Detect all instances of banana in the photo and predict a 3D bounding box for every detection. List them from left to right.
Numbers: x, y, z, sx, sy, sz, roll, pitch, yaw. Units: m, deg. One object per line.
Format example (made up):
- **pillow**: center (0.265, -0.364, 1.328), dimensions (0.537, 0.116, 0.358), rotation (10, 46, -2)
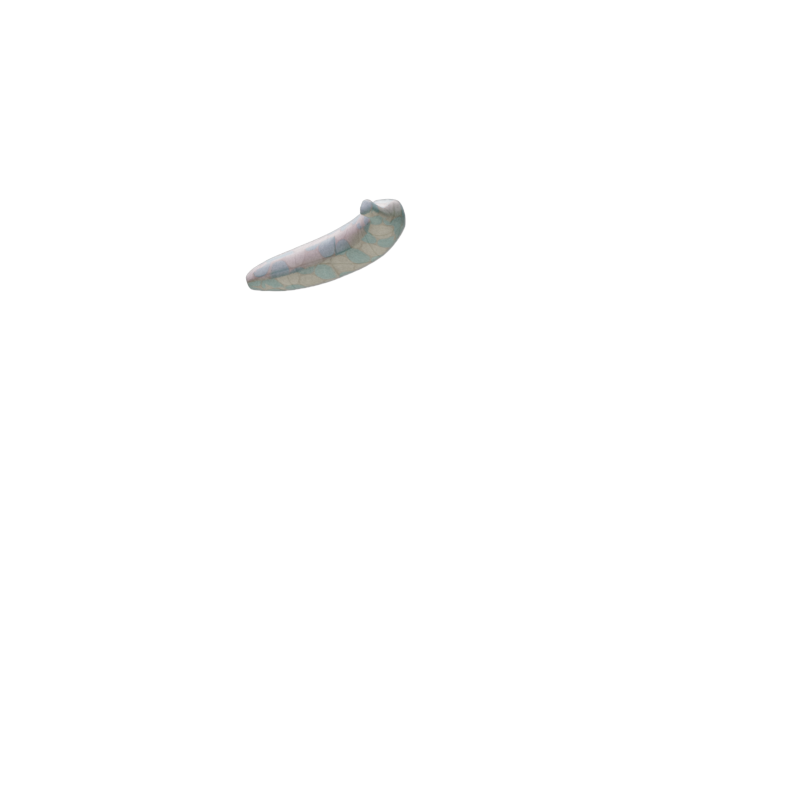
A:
- **banana**: center (-0.052, -0.125, 0.890), dimensions (0.066, 0.038, 0.198), rotation (11, -19, -32)
